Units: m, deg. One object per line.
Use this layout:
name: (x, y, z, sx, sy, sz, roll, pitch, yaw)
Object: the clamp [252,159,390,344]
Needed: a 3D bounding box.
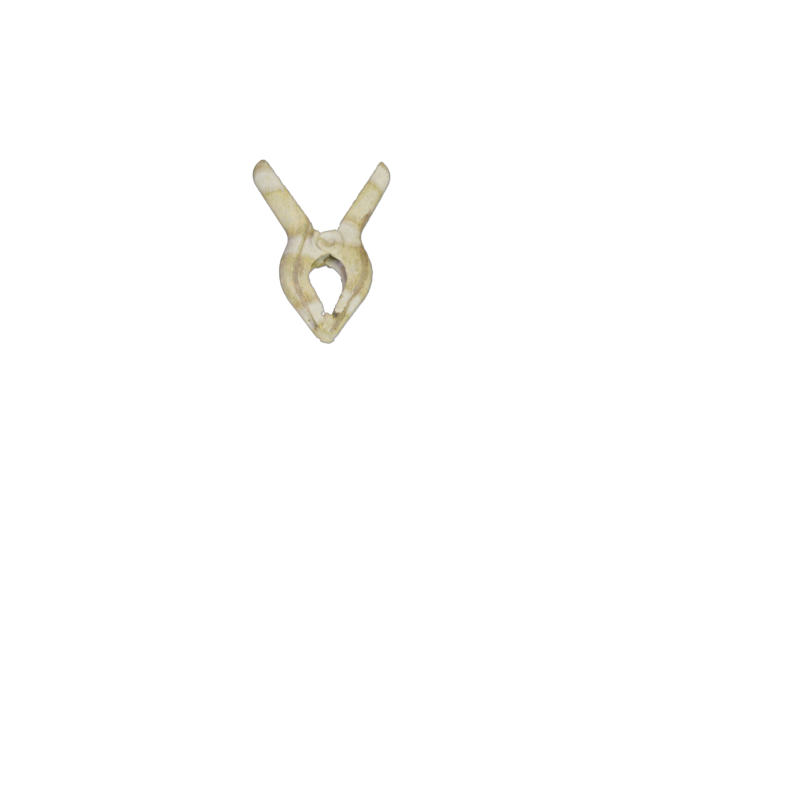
clamp: (-0.074, -0.135, 0.947, 0.120, 0.181, 0.037, 5, -26, 2)
